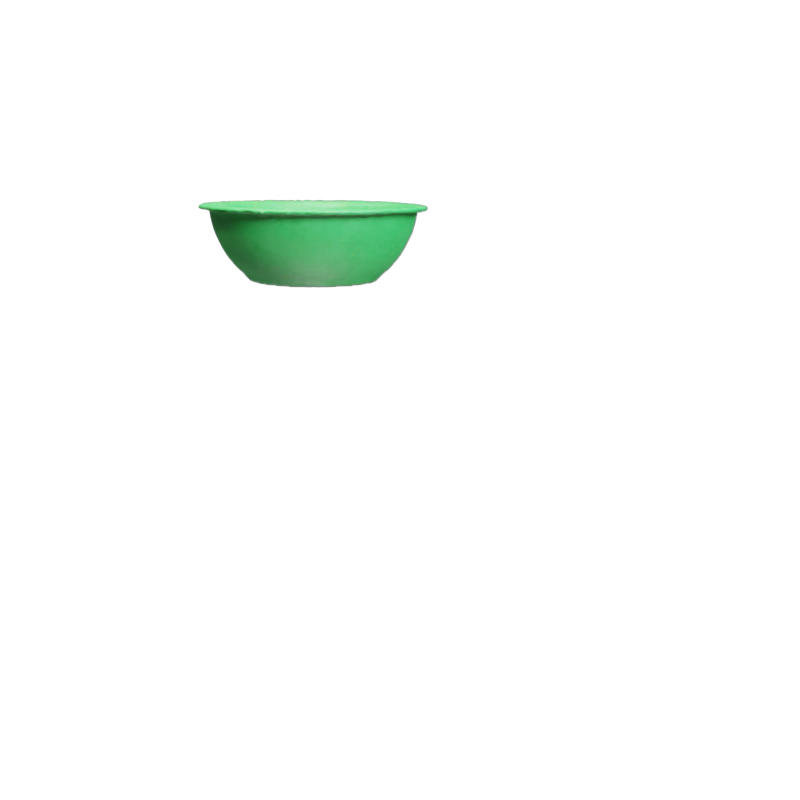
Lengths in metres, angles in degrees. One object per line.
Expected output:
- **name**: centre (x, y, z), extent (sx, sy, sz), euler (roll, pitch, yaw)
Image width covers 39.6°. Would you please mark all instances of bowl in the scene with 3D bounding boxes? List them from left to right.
- **bowl**: centre (-0.062, -0.112, 0.787), extent (0.162, 0.054, 0.166), euler (0, 12, -2)
